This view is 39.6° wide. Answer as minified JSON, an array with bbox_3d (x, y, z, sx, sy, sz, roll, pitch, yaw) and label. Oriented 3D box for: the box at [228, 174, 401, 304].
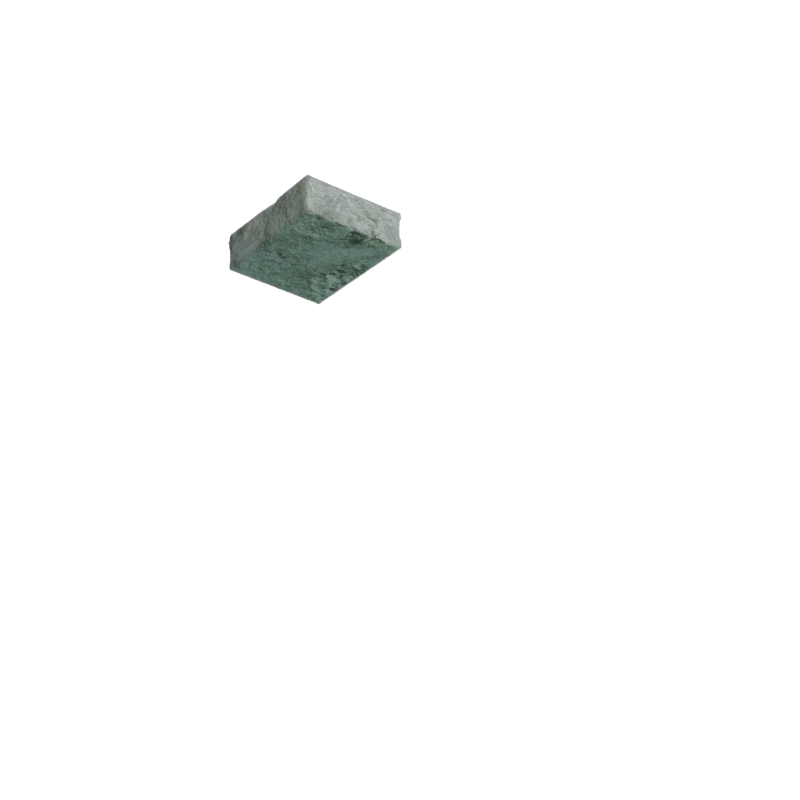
[{"bbox_3d":[-0.055,-0.100,0.699,0.069,0.032,0.089,19,-32,-34],"label":"box"}]
